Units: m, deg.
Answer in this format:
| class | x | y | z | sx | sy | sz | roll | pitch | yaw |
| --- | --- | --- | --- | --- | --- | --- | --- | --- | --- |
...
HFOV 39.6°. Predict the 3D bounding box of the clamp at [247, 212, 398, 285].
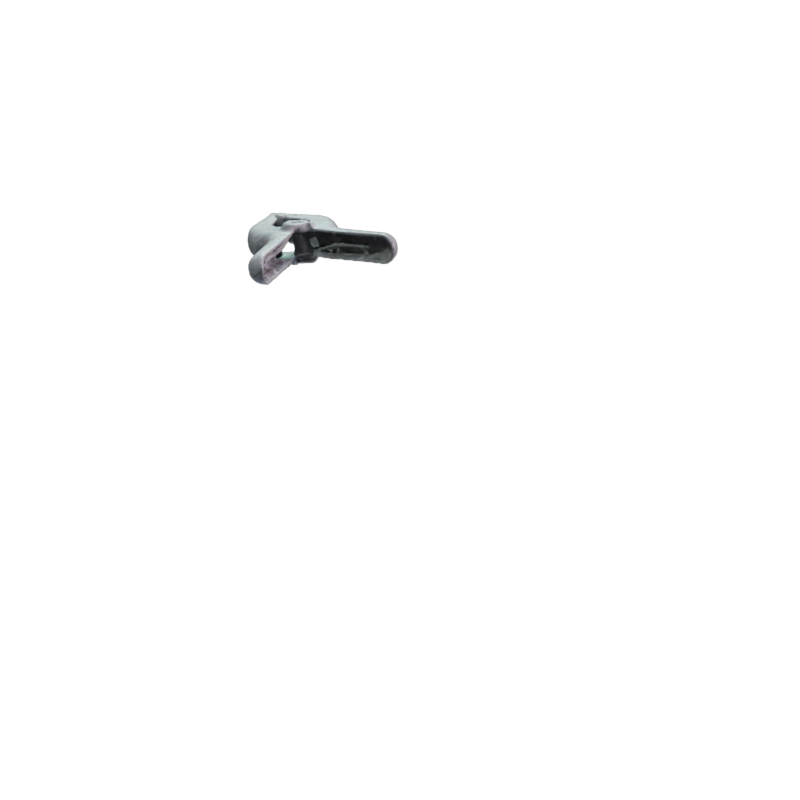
| class | x | y | z | sx | sy | sz | roll | pitch | yaw |
| --- | --- | --- | --- | --- | --- | --- | --- | --- | --- |
| clamp | -0.073 | -0.133 | 0.933 | 0.119 | 0.038 | 0.180 | -4 | 21 | -10 |
